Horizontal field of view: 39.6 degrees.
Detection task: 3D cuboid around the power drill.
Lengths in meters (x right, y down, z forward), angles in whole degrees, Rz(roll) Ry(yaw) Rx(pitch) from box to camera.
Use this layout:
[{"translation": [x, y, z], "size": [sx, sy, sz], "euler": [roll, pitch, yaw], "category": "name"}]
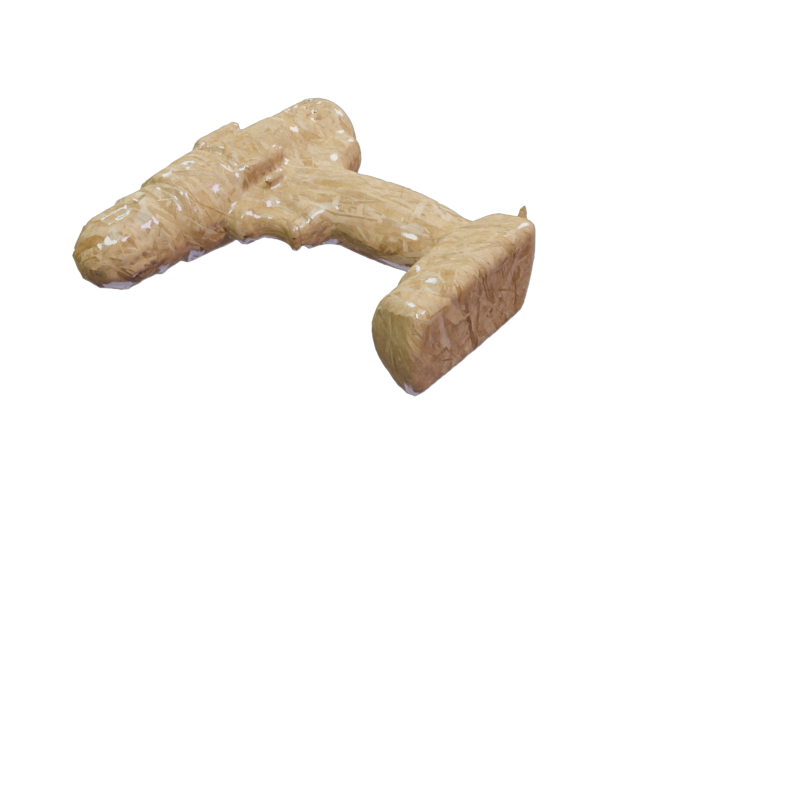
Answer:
[{"translation": [-0.044, -0.079, 0.556], "size": [0.199, 0.053, 0.186], "euler": [31, 52, 28], "category": "power drill"}]
